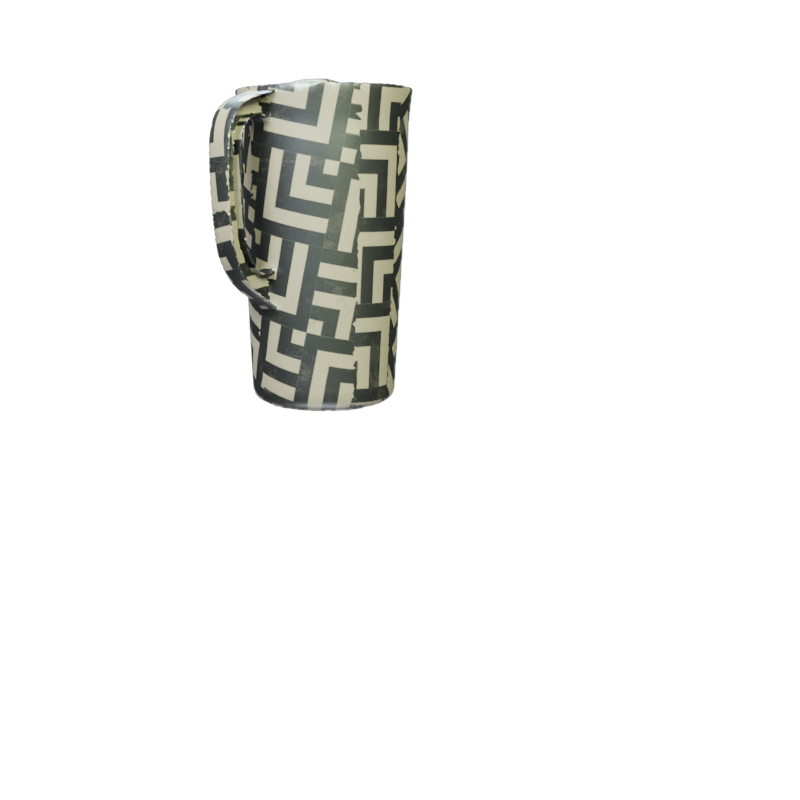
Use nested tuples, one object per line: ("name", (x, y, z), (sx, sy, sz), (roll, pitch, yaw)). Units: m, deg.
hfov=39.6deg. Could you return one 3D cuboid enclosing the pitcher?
("pitcher", (-0.065, -0.119, 0.833), (0.148, 0.241, 0.147), (0, 5, -4))
